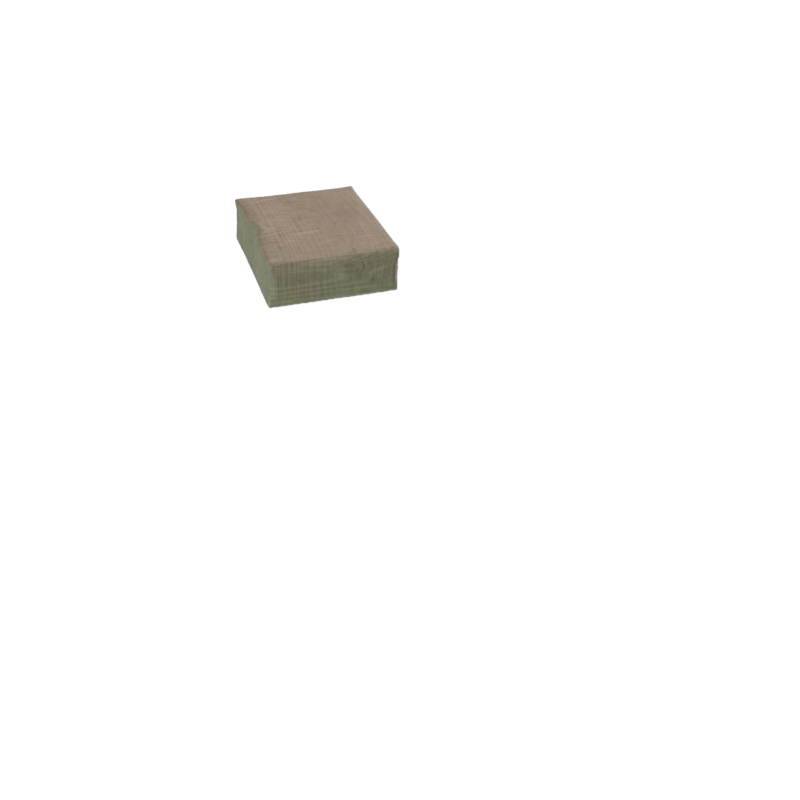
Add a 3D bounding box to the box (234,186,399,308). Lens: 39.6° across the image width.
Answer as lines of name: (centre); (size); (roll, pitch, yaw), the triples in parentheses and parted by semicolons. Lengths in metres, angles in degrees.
box: (-0.049, -0.089, 0.624); (0.072, 0.028, 0.096); (-9, 34, -14)
